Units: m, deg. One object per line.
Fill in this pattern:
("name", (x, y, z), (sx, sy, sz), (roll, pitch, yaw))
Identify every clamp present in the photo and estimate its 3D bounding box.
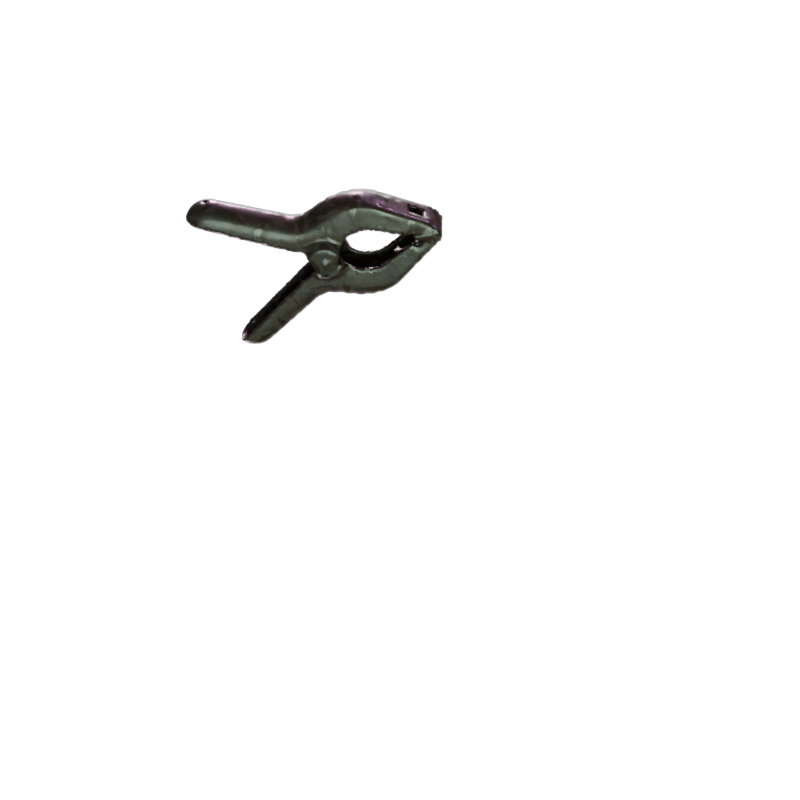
("clamp", (-0.060, -0.109, 0.761), (0.172, 0.111, 0.042), (-21, 38, 17))
